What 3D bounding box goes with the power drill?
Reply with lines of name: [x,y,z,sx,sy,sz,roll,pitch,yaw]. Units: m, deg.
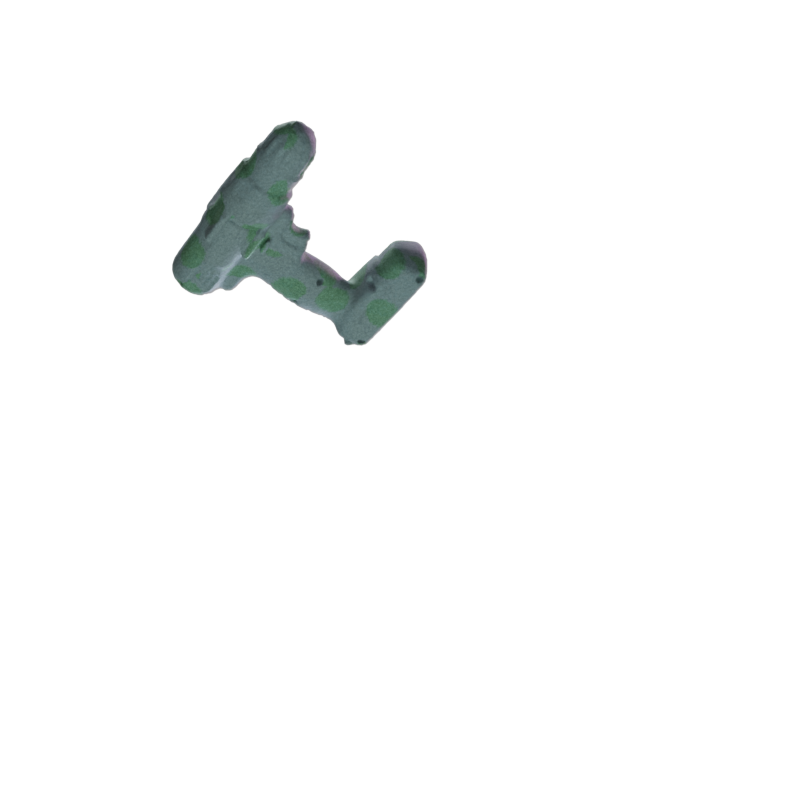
power drill: [-0.073,-0.132,0.927,0.179,0.062,0.180,27,-52,-24]
